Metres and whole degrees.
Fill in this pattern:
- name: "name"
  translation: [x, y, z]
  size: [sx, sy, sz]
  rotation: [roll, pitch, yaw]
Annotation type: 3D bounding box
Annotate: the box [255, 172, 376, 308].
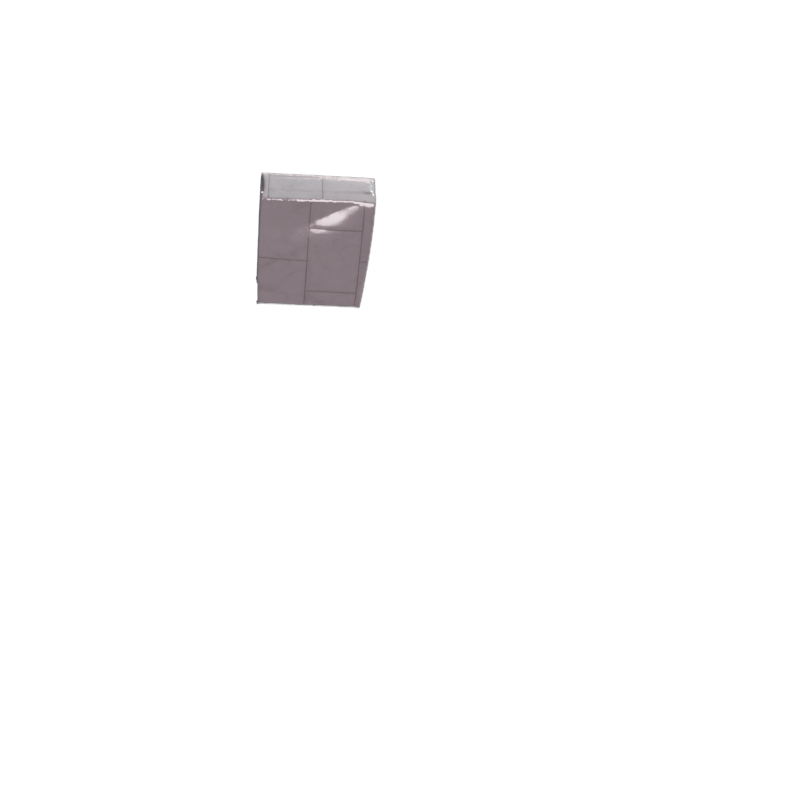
- name: "box"
  translation: [-0.069, -0.126, 0.882]
  size: [0.089, 0.106, 0.042]
  rotation: [4, 40, -4]
